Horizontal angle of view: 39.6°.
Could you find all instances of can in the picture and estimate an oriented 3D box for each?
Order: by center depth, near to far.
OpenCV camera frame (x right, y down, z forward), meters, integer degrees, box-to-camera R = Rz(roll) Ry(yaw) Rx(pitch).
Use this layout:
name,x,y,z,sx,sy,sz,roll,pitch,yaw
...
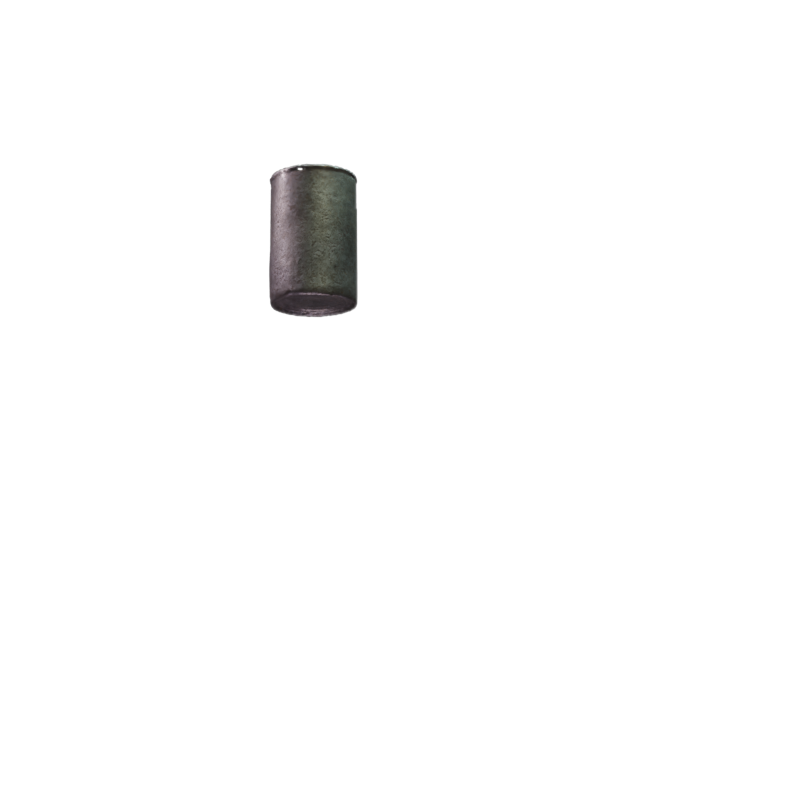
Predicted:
name,x,y,z,sx,sy,sz,roll,pitch,yaw
can,-0.066,-0.121,0.845,0.068,0.106,0.066,0,-16,-2
